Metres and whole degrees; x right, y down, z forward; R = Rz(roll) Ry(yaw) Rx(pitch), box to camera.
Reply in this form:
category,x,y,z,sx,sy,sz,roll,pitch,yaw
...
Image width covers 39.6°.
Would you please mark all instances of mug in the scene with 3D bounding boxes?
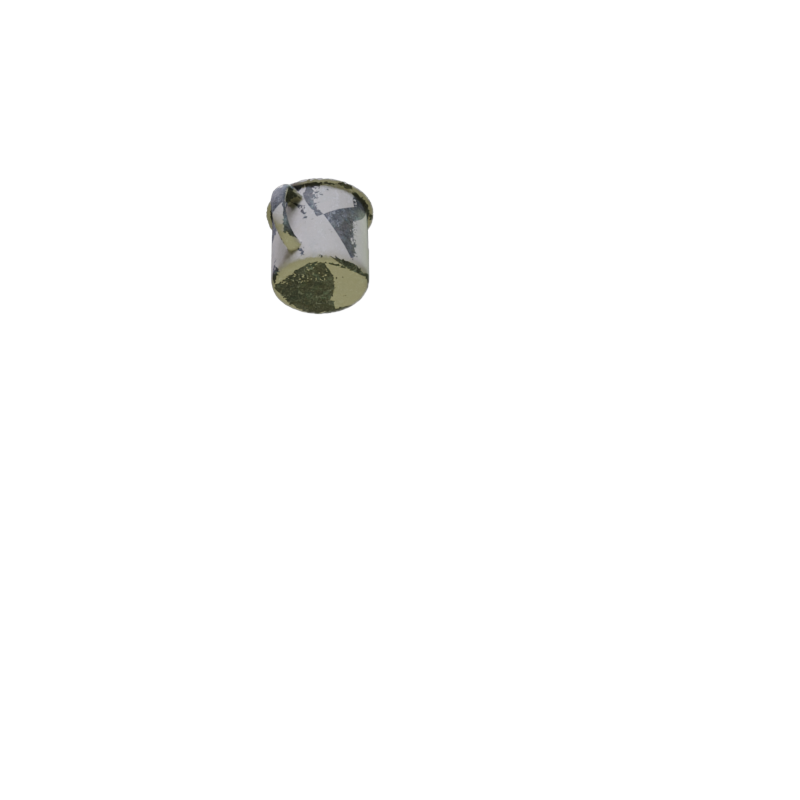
category,x,y,z,sx,sy,sz,roll,pitch,yaw
mug,-0.073,-0.133,0.928,0.094,0.087,0.108,-17,-38,20
